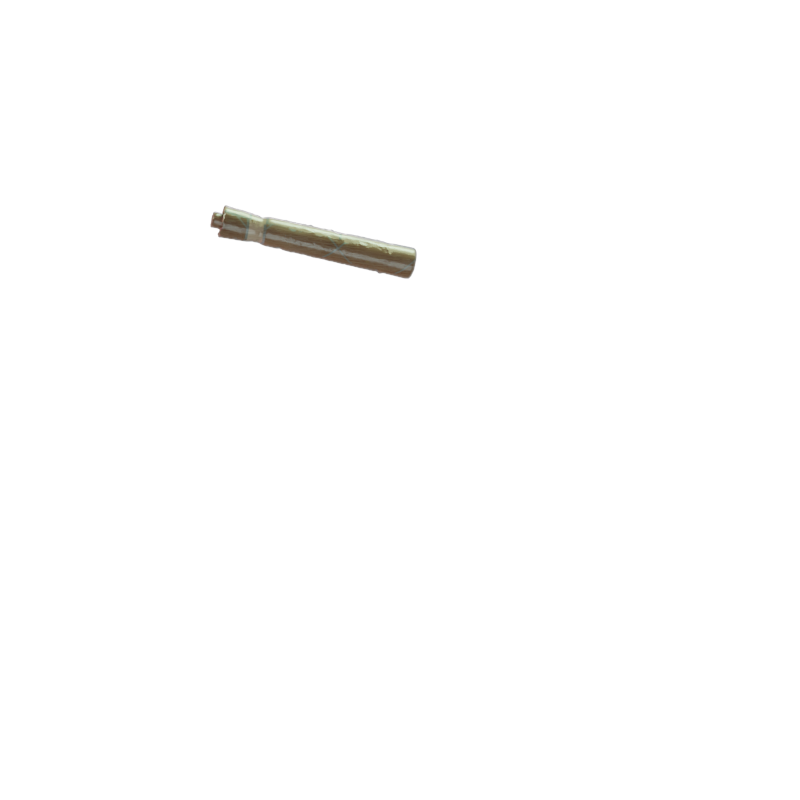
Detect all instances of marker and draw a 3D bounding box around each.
[{"bbox_3d":[-0.051,-0.092,0.646,0.119,0.020,0.020,11,2,-9],"label":"marker"}]
